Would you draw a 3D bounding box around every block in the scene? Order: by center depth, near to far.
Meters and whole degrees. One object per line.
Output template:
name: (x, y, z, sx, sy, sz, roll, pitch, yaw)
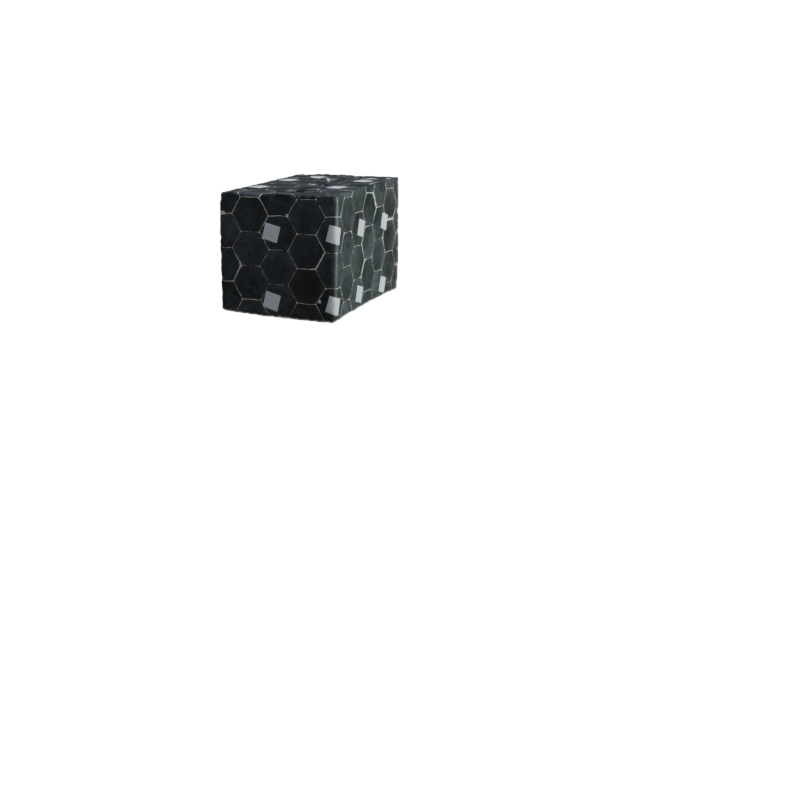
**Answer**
block: (-0.037, -0.068, 0.478, 0.054, 0.050, 0.078, 5, 16, 19)
